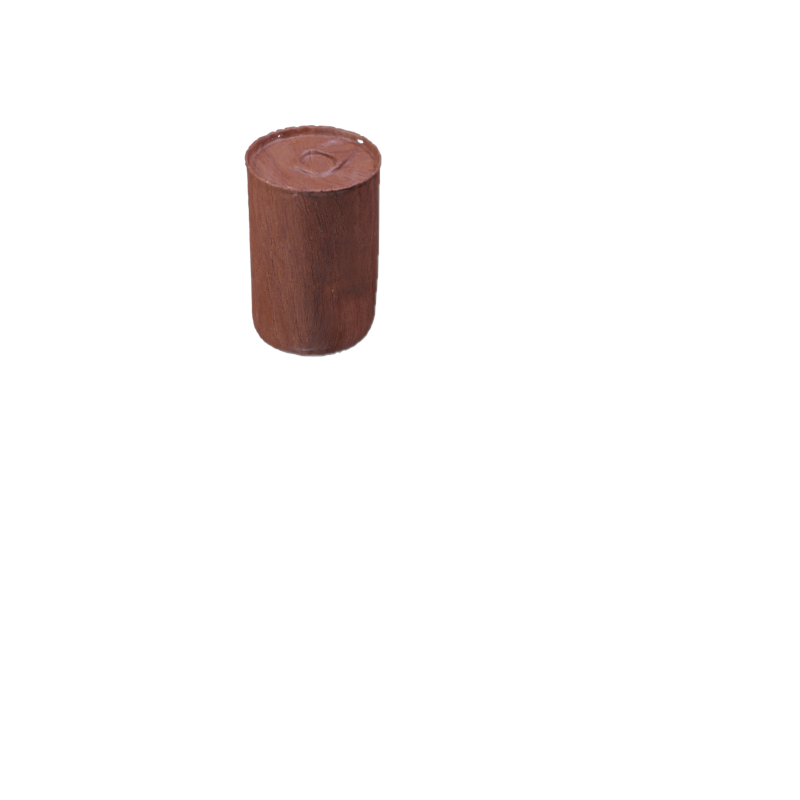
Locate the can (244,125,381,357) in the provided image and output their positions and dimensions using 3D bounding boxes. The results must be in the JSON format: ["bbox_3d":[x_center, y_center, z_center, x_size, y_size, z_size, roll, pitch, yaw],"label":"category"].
[{"bbox_3d":[-0.045,-0.082,0.576,0.068,0.096,0.073,0,37,-3],"label":"can"}]
